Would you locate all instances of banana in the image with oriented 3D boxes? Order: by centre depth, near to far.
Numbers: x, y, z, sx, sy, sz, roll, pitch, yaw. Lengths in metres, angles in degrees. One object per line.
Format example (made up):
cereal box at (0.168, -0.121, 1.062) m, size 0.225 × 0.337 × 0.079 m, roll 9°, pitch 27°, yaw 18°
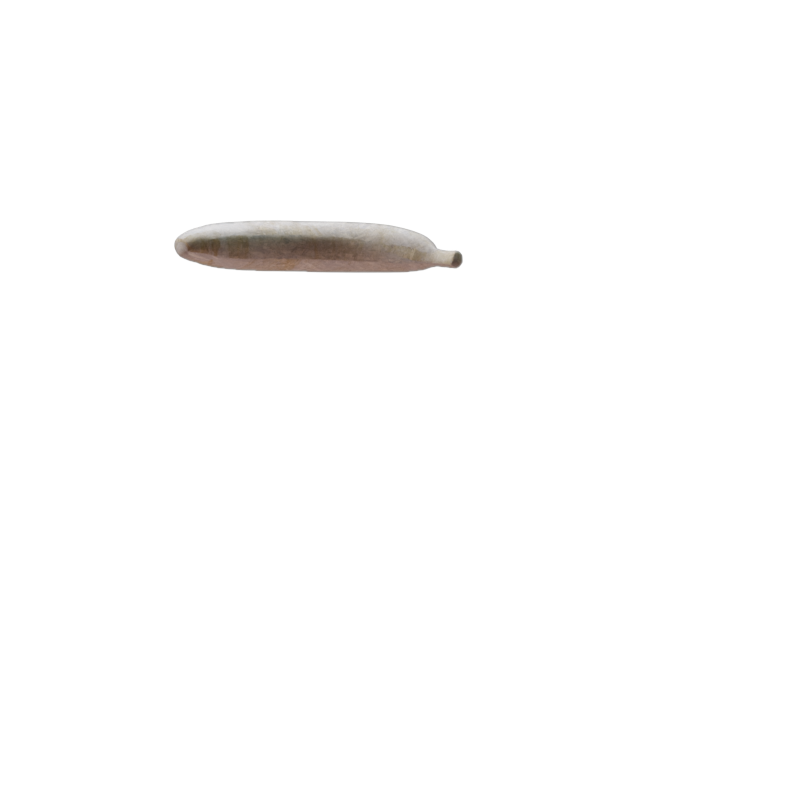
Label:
banana at (-0.060, -0.110, 0.783) m, size 0.195 × 0.037 × 0.070 m, roll 0°, pitch 0°, yaw -8°
